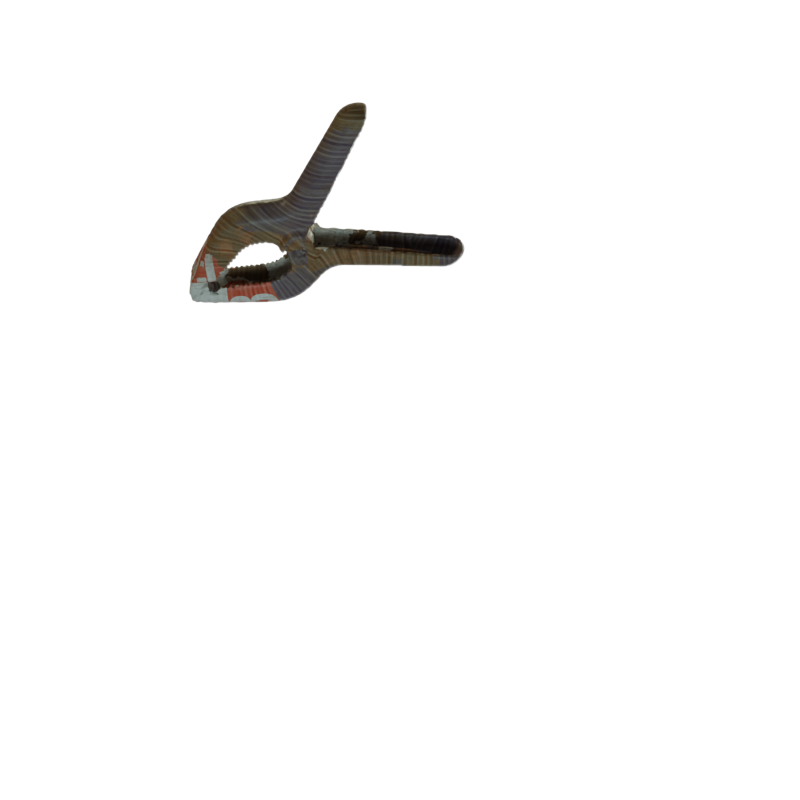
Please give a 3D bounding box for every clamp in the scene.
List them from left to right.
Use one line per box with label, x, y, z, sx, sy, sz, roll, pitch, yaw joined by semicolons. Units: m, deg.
clamp;-0.066;-0.121;0.848;0.210;0.039;0.153;-28;-52;24
